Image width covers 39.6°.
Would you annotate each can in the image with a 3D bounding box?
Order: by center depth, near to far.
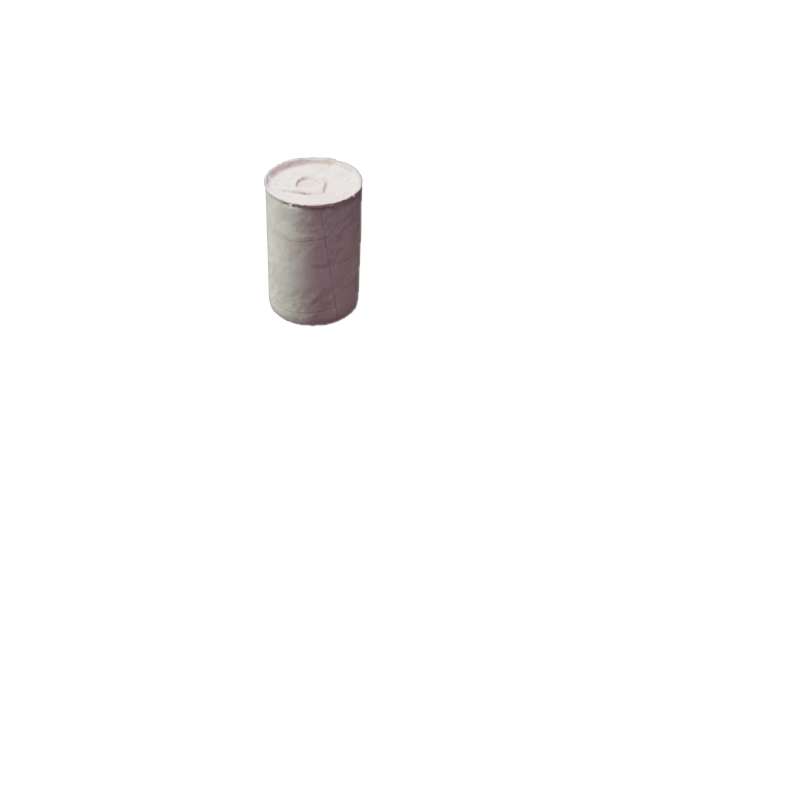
[{"bbox_3d":[-0.062,-0.113,0.789,0.068,0.096,0.073,0,36,-3],"label":"can"}]
